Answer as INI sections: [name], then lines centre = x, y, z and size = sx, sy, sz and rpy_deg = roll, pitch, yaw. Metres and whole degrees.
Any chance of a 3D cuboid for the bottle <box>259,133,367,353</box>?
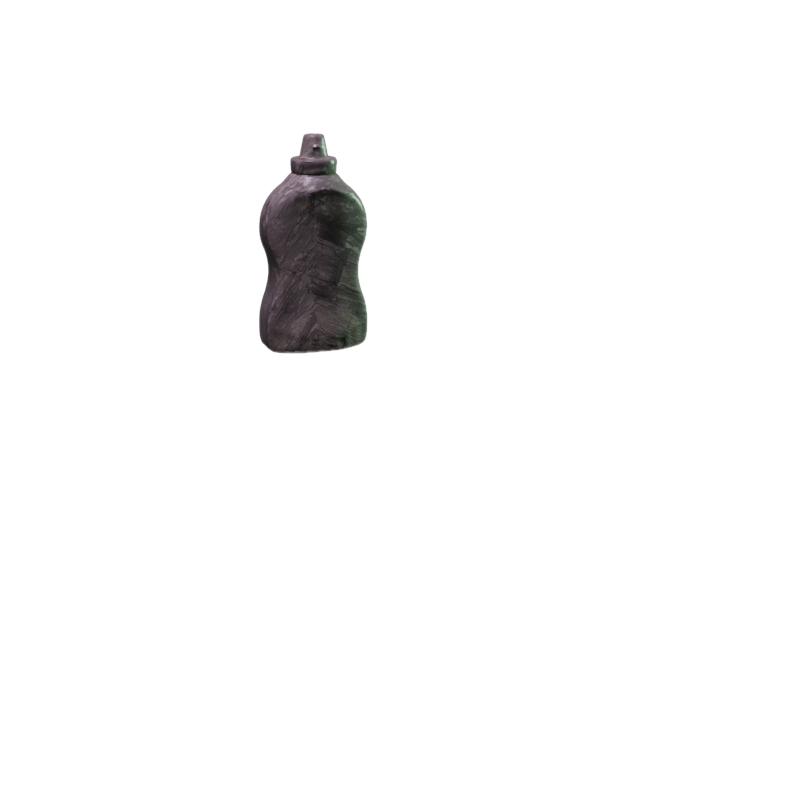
[bottle]
centre = -0.077, -0.141, 0.987
size = 0.094, 0.186, 0.061
rpy_deg = -3, 13, -18
